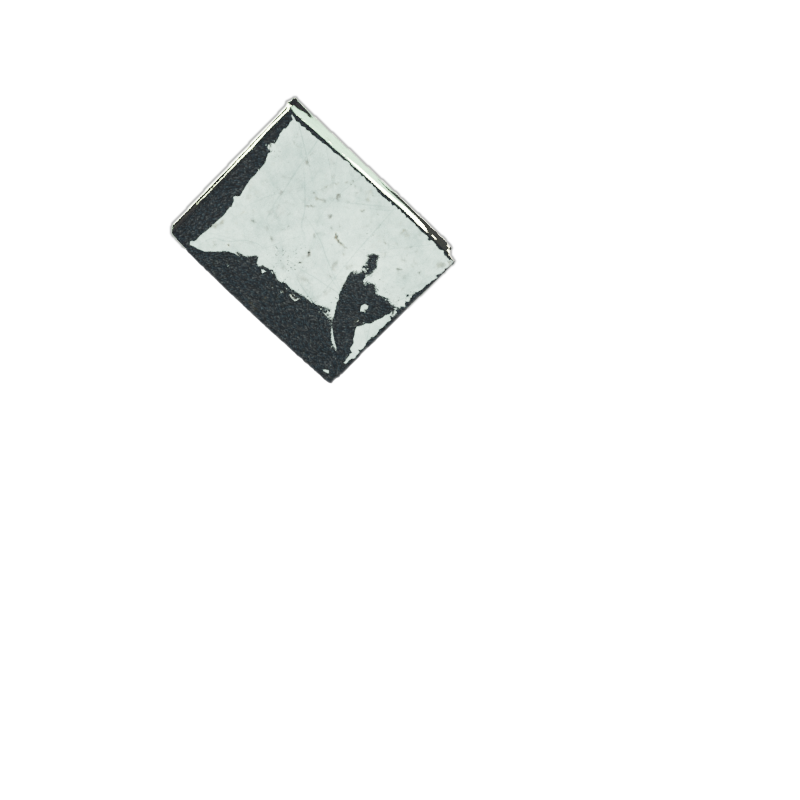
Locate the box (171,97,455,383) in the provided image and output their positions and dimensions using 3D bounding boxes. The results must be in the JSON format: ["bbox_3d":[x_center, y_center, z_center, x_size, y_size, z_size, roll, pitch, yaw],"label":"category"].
[{"bbox_3d":[-0.043,-0.078,0.548,0.110,0.089,0.040,43,12,-12],"label":"box"}]
